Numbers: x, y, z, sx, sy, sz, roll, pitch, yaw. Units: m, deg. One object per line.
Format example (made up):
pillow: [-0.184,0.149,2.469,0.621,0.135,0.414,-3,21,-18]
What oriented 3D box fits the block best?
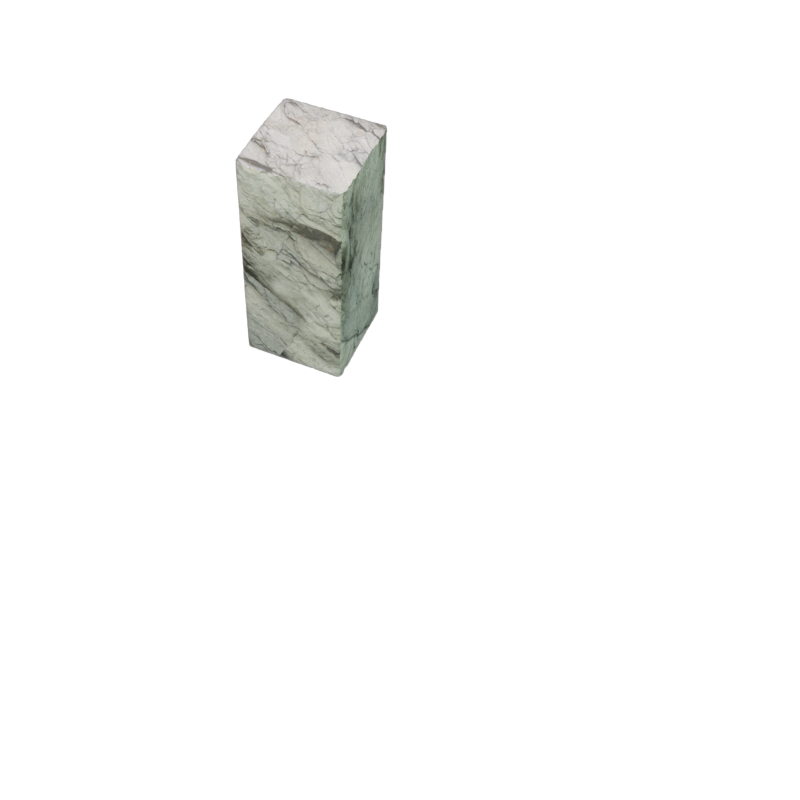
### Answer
block: [-0.071,-0.128,0.898,0.093,0.094,0.192,19,-40,13]
